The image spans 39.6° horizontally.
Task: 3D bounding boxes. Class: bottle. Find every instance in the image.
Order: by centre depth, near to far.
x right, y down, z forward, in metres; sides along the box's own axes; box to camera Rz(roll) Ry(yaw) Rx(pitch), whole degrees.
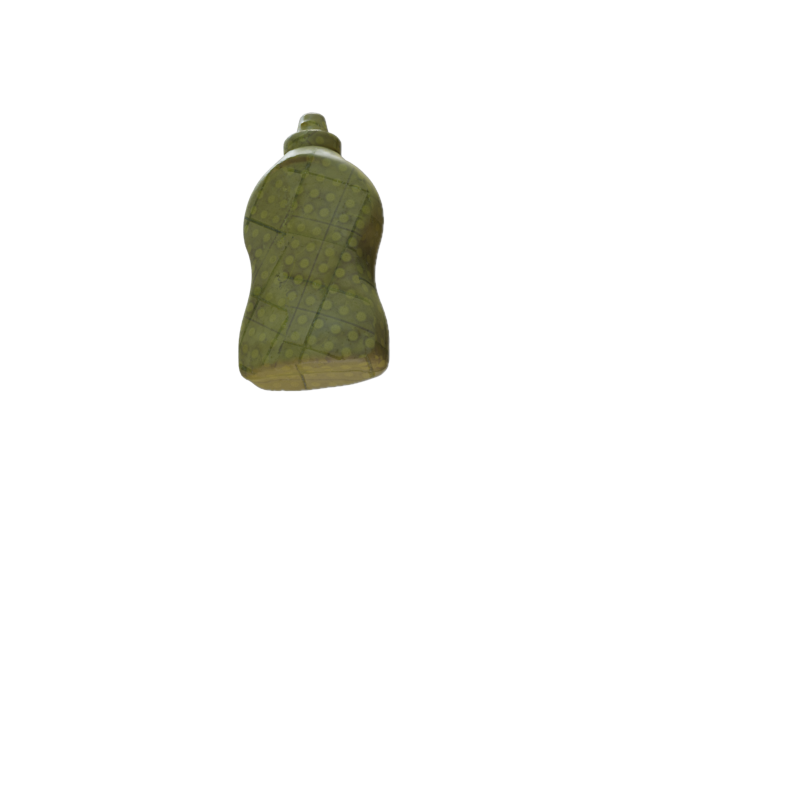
[{"bbox_3d":[-0.058,-0.106,0.744,0.098,0.202,0.054,-10,-25,20],"label":"bottle"}]
